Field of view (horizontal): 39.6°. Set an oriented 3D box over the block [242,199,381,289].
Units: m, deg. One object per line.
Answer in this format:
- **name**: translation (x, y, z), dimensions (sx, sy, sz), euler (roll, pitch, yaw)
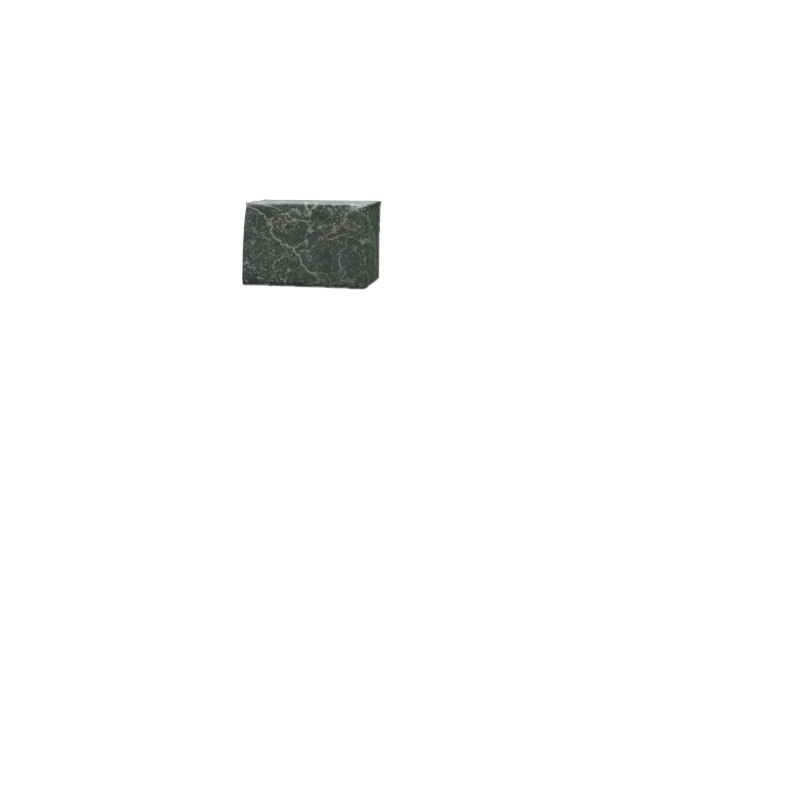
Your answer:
- **block**: translation (-0.054, -0.098, 0.688), dimensions (0.079, 0.050, 0.053), euler (2, 10, 11)
